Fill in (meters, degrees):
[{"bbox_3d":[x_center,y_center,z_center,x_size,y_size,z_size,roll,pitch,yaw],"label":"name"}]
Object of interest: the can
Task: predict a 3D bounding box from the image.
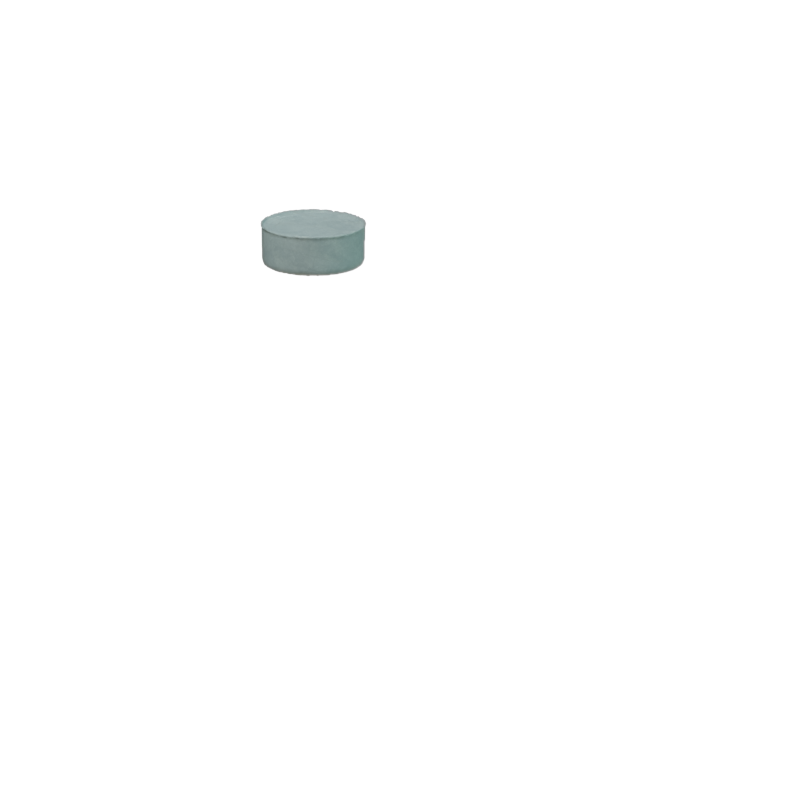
[{"bbox_3d":[-0.071,-0.129,0.906,0.086,0.032,0.090,-1,23,-2],"label":"can"}]
